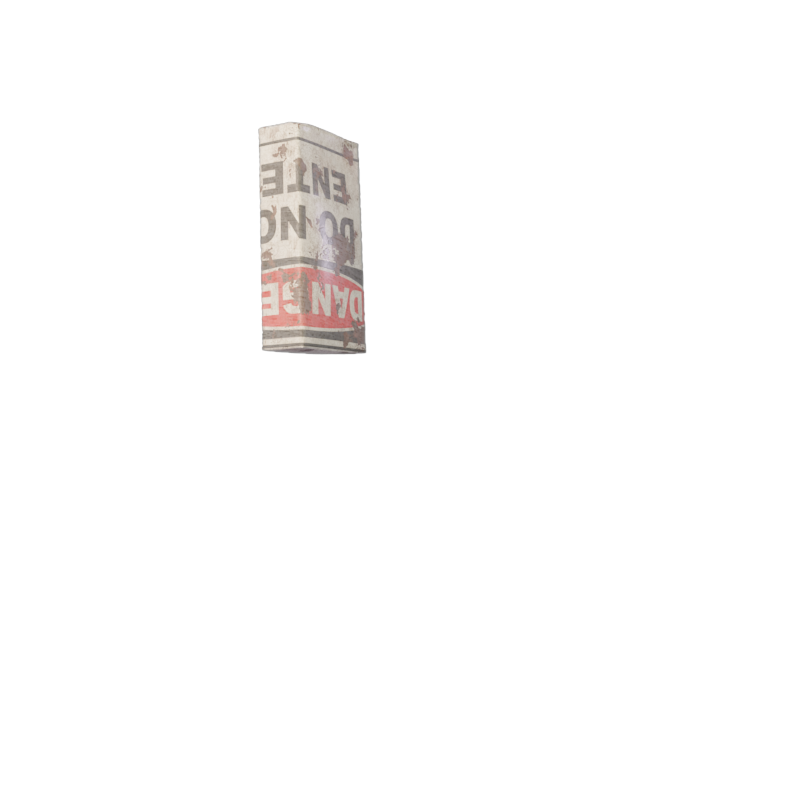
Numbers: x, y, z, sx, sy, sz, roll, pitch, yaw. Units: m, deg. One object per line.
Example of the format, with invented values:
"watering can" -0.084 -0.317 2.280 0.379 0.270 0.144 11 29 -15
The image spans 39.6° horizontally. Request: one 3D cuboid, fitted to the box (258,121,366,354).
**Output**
"box" -0.069 -0.126 0.879 0.049 0.180 0.089 -5 -8 31
